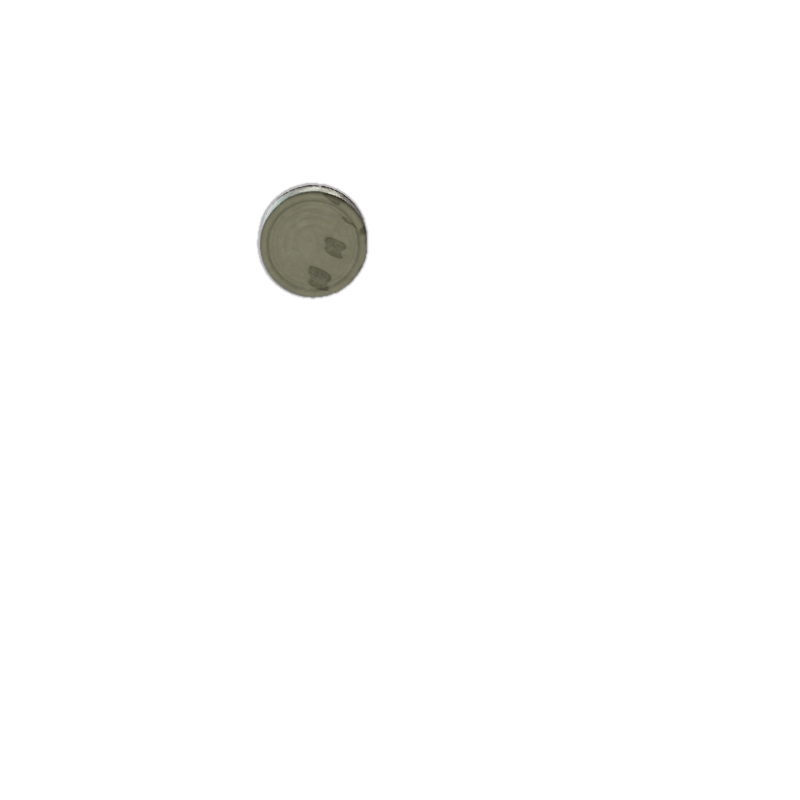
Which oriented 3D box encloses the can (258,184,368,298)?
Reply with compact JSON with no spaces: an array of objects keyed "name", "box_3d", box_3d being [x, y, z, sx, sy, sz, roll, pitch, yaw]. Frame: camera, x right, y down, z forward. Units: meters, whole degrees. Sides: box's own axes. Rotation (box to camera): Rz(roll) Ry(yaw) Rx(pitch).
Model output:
[{"name":"can","box_3d":[-0.068,-0.124,0.867,0.086,0.083,0.035,0,13,-1]}]
